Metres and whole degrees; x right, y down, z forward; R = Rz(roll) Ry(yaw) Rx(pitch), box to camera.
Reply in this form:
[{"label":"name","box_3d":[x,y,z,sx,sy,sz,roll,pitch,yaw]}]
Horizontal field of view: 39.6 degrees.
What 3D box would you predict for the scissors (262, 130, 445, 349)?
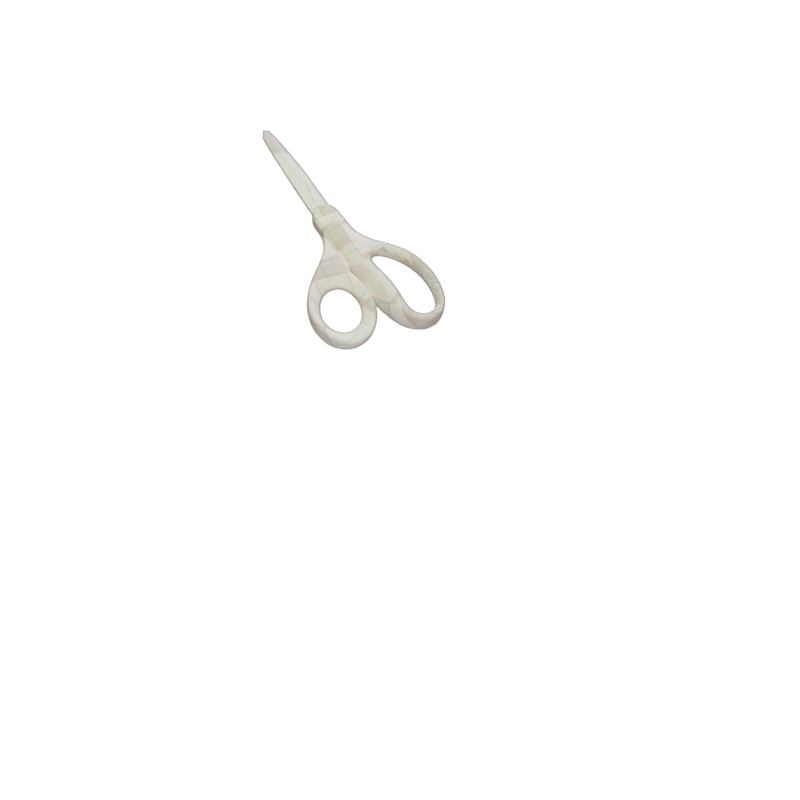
[{"label":"scissors","box_3d":[-0.058,-0.106,0.745,0.097,0.015,0.214,-37,62,-24]}]
